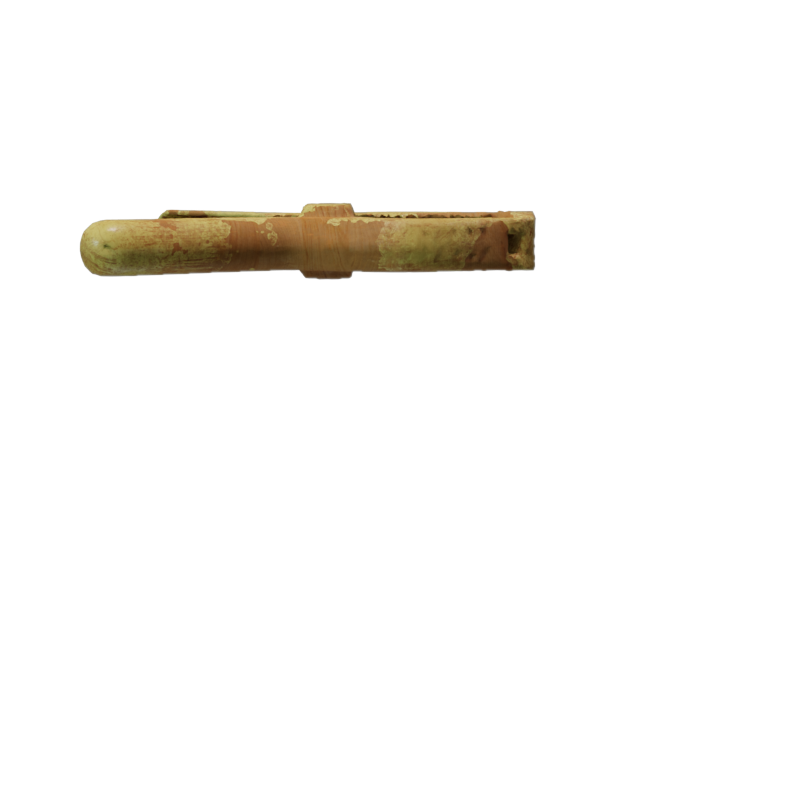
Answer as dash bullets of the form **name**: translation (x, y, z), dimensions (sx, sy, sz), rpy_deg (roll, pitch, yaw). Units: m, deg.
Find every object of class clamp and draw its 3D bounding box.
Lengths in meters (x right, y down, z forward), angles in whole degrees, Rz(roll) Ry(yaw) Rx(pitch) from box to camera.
- **clamp**: translation (-0.042, -0.076, 0.534), dimensions (0.213, 0.036, 0.166), rpy_deg (2, 12, 9)
